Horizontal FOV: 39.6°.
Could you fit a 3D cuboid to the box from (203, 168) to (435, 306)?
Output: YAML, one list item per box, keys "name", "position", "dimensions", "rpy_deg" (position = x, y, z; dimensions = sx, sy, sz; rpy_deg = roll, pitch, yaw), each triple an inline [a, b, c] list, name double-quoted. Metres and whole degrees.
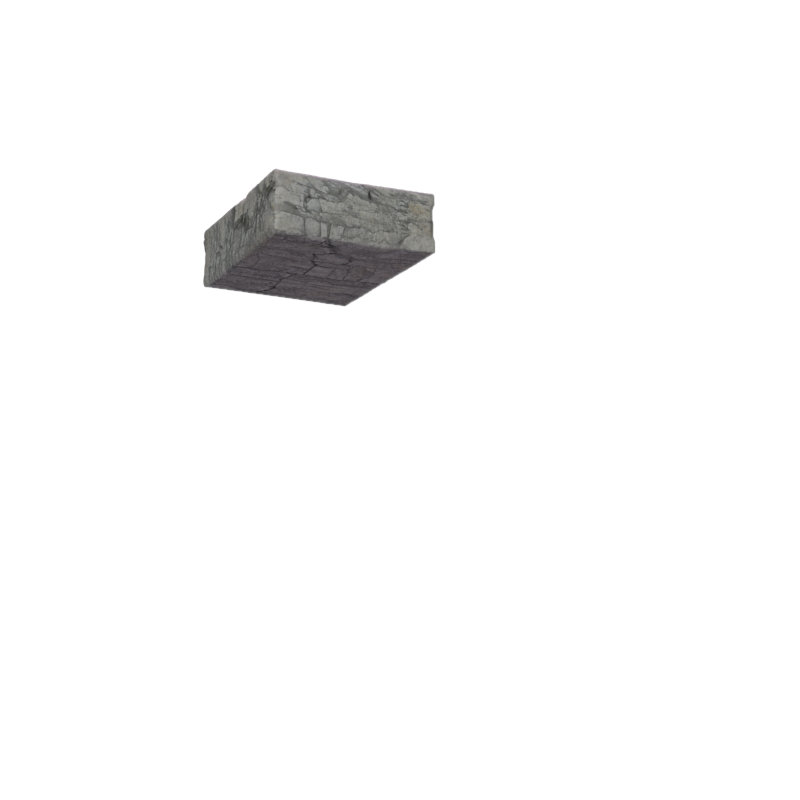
- name: "box"
  position: [-0.038, -0.069, 0.482]
  dimensions: [0.070, 0.031, 0.089]
  rpy_deg: [6, -13, -26]
